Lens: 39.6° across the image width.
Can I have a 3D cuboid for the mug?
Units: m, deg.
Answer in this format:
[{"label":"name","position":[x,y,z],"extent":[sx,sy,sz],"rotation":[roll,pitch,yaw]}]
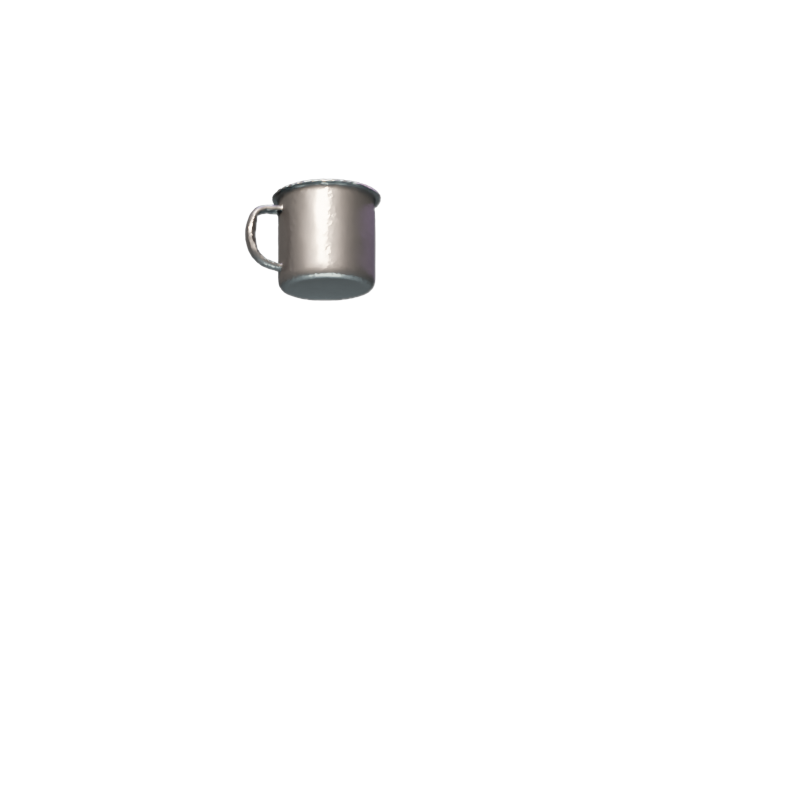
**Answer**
[{"label":"mug","position":[-0.073,-0.133,0.930],"extent":[0.114,0.085,0.093],"rotation":[5,-15,-22]}]
